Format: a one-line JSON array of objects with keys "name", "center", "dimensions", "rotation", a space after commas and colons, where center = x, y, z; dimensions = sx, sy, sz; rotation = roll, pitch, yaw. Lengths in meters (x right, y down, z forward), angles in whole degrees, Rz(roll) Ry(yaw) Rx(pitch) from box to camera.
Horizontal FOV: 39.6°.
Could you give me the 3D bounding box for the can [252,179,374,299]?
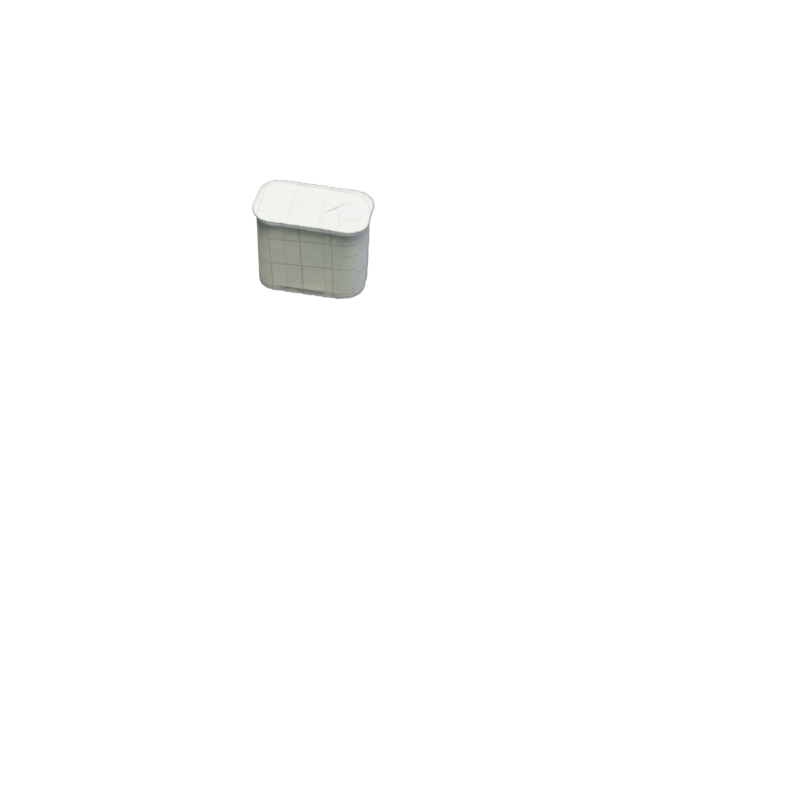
[{"name": "can", "center": [-0.076, -0.139, 0.970], "dimensions": [0.103, 0.078, 0.061], "rotation": [9, 45, 8]}]
